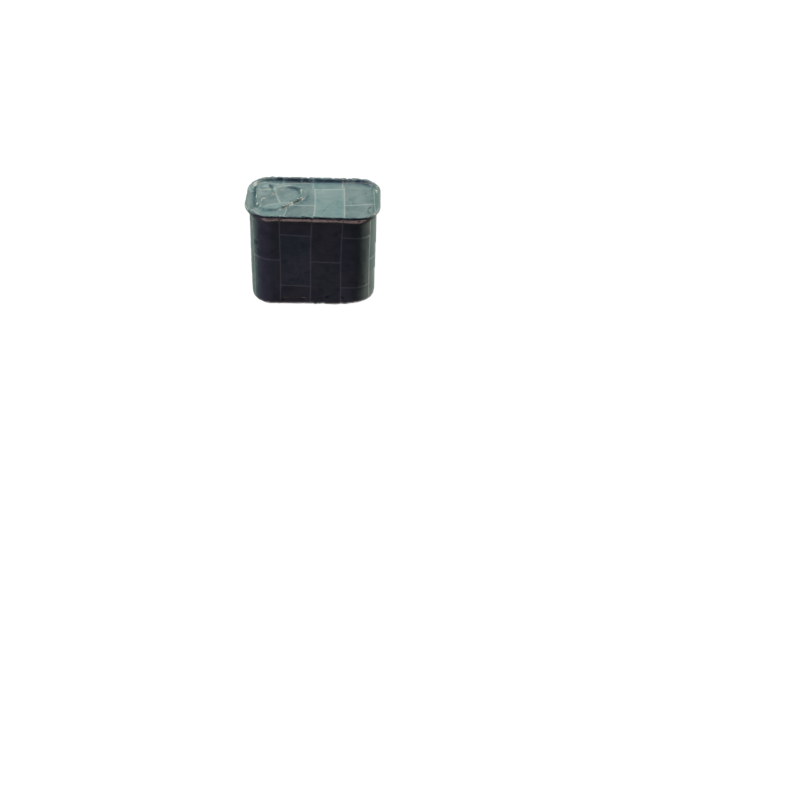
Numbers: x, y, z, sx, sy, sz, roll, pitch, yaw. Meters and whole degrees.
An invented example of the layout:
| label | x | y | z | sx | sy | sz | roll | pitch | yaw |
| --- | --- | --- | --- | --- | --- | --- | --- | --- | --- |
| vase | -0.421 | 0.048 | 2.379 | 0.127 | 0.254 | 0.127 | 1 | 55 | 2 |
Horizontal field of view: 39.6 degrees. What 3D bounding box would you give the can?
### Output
| label | x | y | z | sx | sy | sz | roll | pitch | yaw |
| --- | --- | --- | --- | --- | --- | --- | --- | --- | --- |
| can | -0.067 | -0.123 | 0.859 | 0.102 | 0.078 | 0.061 | 2 | 38 | 1 |
